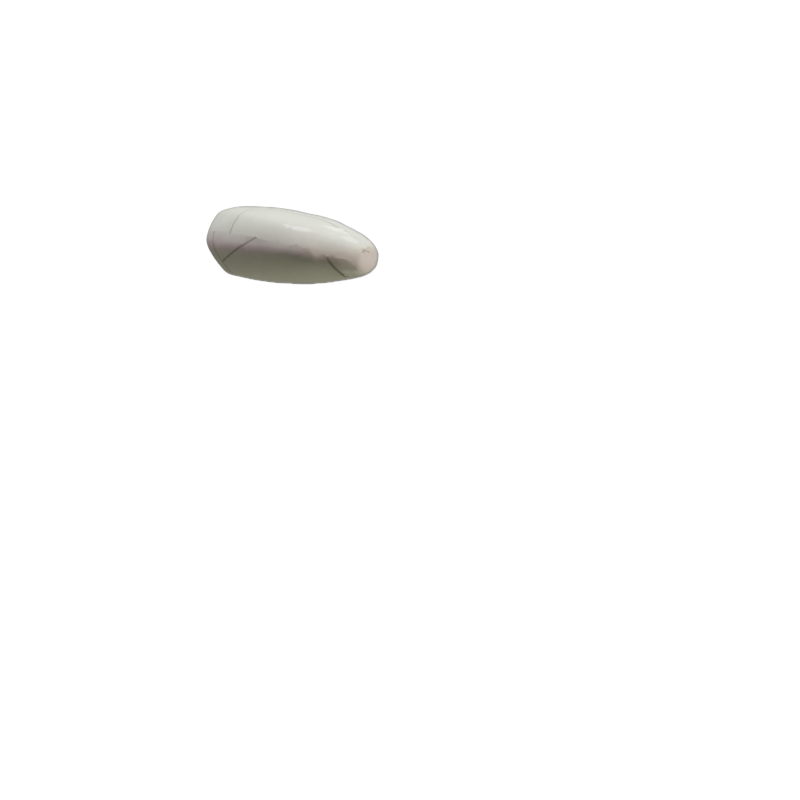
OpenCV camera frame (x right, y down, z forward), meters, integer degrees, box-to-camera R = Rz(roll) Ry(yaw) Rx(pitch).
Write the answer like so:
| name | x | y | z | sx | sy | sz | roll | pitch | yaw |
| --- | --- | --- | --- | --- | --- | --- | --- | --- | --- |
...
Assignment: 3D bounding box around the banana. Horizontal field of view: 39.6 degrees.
| name | x | y | z | sx | sy | sz | roll | pitch | yaw |
| --- | --- | --- | --- | --- | --- | --- | --- | --- | --- |
| banana | -0.063 | -0.081 | 0.567 | 0.069 | 0.036 | 0.203 | -2 | 9 | -12 |
